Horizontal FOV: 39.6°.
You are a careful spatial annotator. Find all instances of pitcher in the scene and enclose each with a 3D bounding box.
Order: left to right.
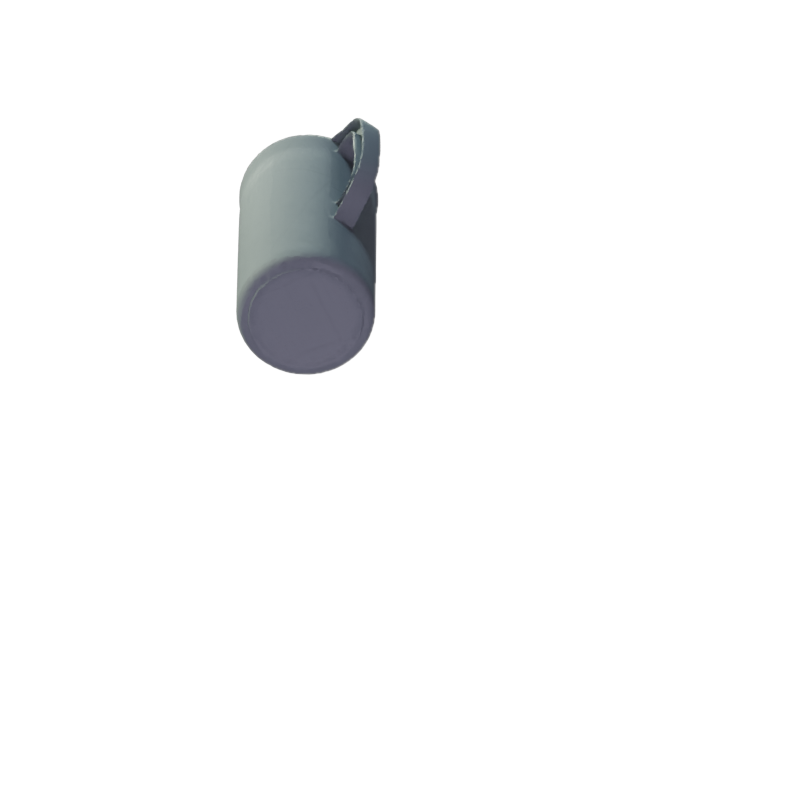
[{"bbox_3d":[-0.074,-0.136,0.952,0.145,0.140,0.258,-11,30,3],"label":"pitcher"}]
